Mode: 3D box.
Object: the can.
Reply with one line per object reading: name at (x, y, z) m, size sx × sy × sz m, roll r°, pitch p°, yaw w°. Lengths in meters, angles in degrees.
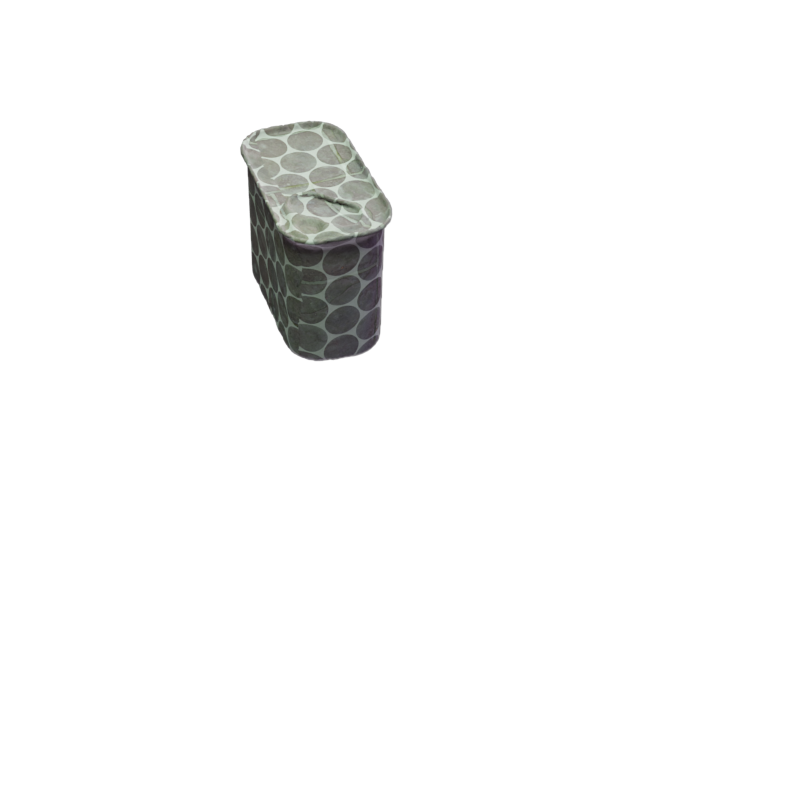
can at (-0.045, -0.082, 0.578) m, size 0.057 × 0.078 × 0.110 m, roll -12°, pitch 44°, yaw -16°
